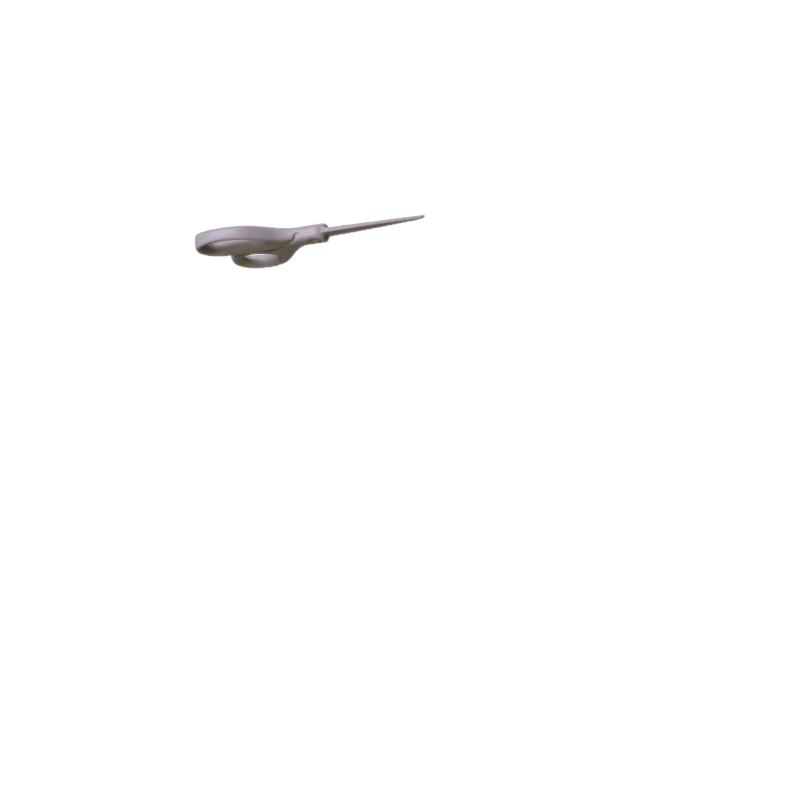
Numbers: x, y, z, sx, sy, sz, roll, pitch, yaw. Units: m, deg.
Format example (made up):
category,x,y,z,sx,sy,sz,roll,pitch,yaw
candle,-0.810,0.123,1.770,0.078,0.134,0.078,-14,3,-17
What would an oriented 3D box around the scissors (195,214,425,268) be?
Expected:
category,x,y,z,sx,sy,sz,roll,pitch,yaw
scissors,-0.075,-0.136,0.952,0.204,0.016,0.092,-2,-10,10
